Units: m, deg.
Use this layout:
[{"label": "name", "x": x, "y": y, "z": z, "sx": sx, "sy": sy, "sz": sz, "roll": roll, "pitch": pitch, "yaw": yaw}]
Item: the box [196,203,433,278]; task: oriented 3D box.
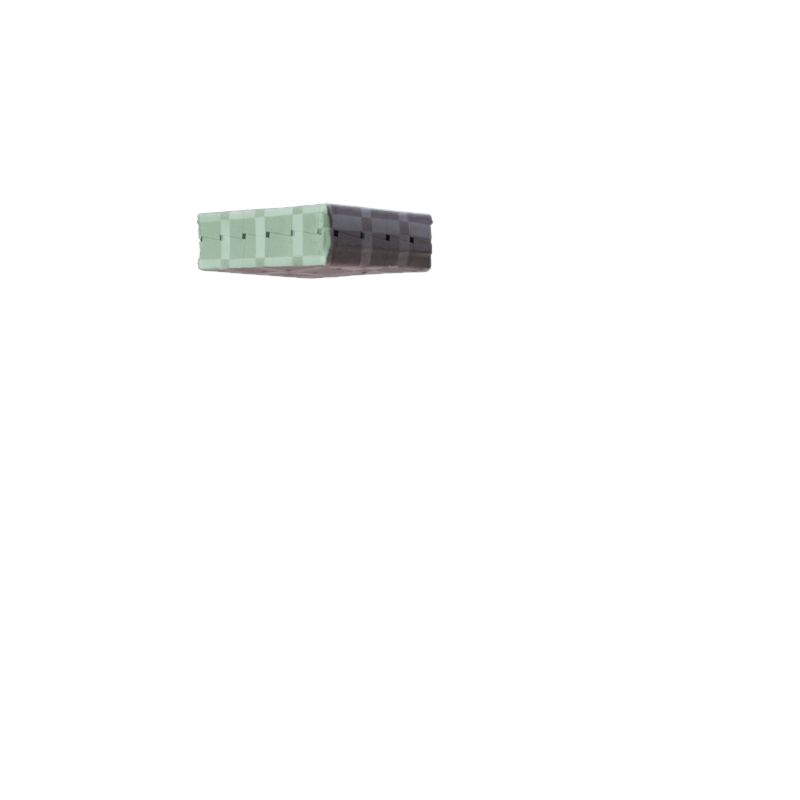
[{"label": "box", "x": -0.051, "y": -0.094, "z": 0.655, "sx": 0.118, "sy": 0.039, "sz": 0.086, "roll": 2, "pitch": 2, "yaw": 43}]
